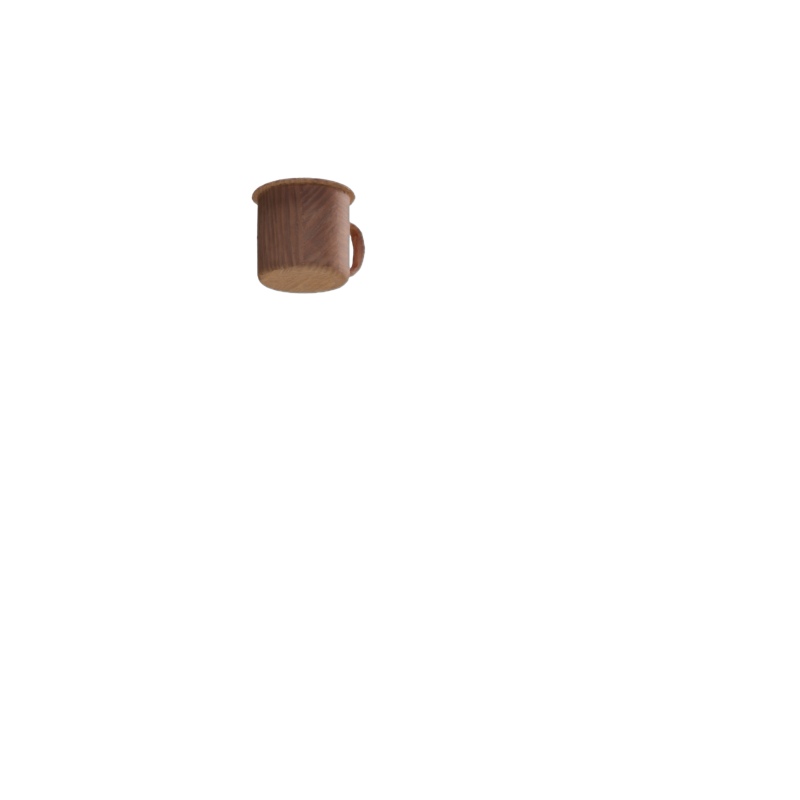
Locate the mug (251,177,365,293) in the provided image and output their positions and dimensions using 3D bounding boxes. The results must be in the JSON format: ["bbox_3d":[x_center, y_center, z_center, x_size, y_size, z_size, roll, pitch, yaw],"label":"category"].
[{"bbox_3d":[-0.078,-0.142,0.991,0.095,0.085,0.111,-14,-19,43],"label":"mug"}]
